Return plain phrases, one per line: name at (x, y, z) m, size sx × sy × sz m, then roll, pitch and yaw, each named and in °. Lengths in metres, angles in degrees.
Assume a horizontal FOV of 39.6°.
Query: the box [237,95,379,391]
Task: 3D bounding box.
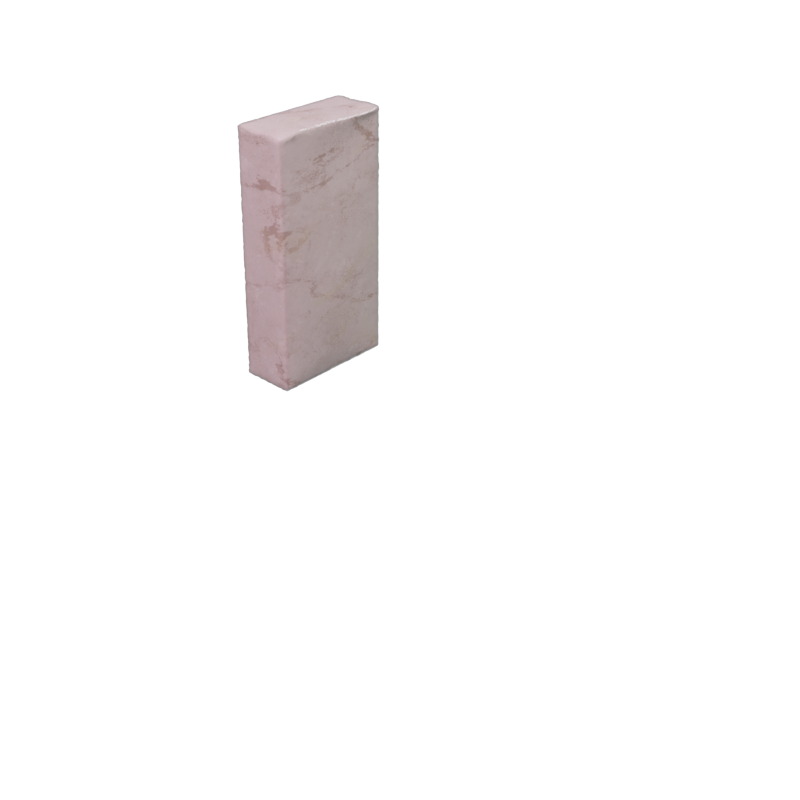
box at (-0.057, -0.104, 0.732) m, size 0.051 × 0.167 × 0.093 m, roll 24°, pitch 35°, yaw 36°
